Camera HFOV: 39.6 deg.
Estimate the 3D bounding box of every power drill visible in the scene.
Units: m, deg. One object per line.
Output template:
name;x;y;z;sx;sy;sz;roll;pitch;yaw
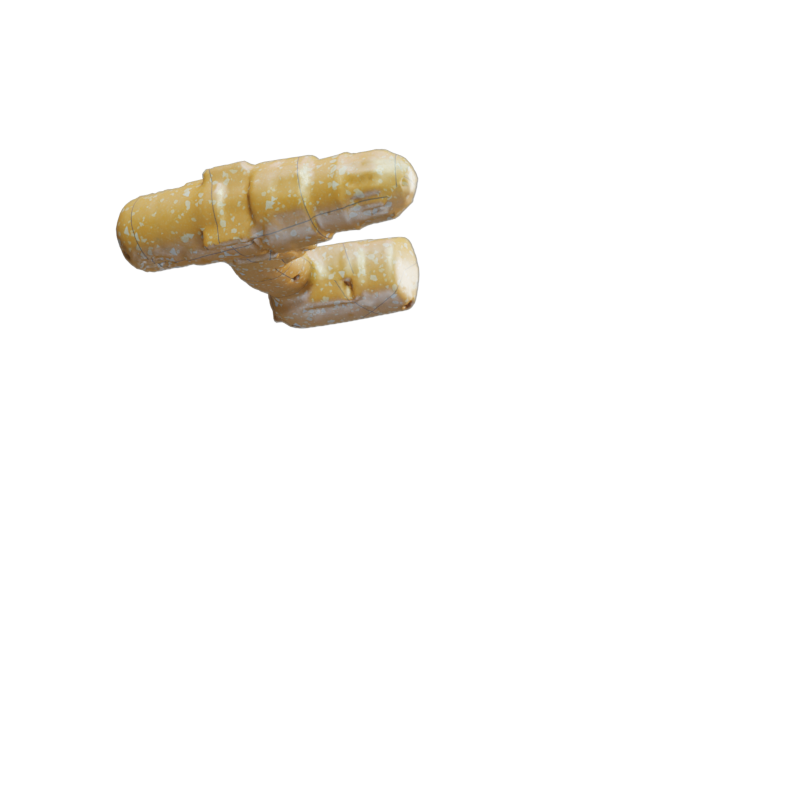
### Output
power drill;-0.054;-0.098;0.689;0.188;0.060;0.177;-6;-14;22
